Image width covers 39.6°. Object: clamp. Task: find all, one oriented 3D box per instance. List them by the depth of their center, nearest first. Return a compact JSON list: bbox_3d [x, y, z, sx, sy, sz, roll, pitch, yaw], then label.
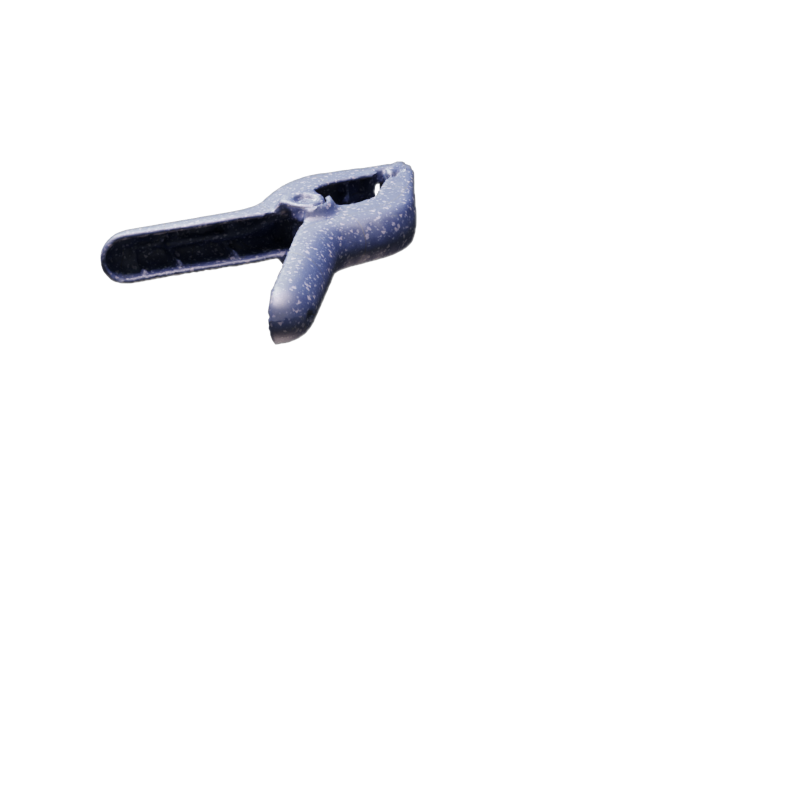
[{"bbox_3d":[-0.041,-0.075,0.527,0.171,0.037,0.129,-28,43,-34],"label":"clamp"}]
